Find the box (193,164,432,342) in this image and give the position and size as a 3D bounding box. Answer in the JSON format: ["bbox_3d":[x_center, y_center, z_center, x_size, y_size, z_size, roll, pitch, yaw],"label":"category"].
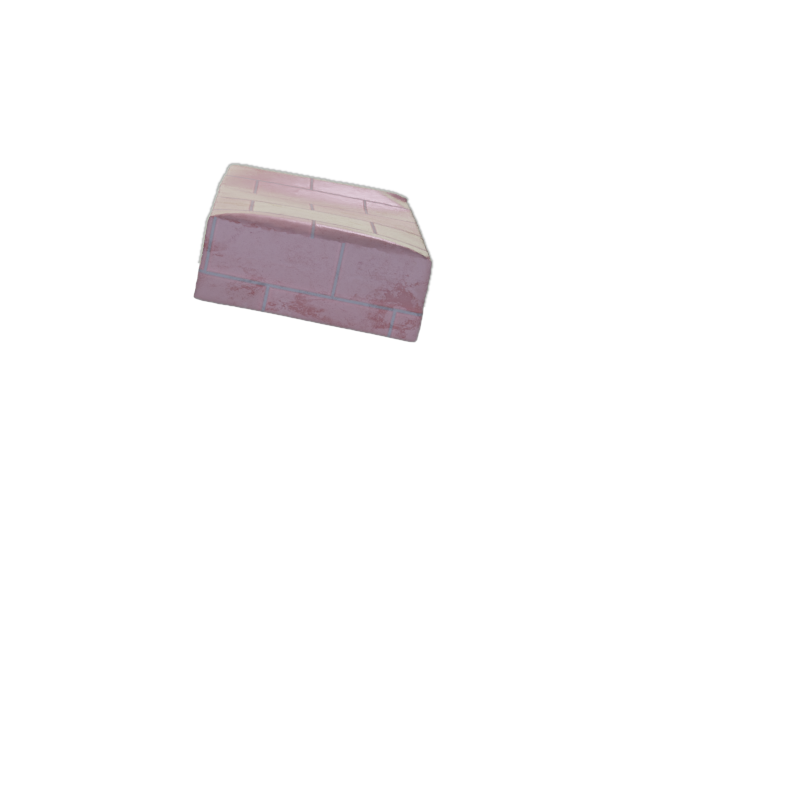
[{"bbox_3d":[-0.069,-0.125,0.875,0.163,0.069,0.223,10,20,-6],"label":"box"}]
